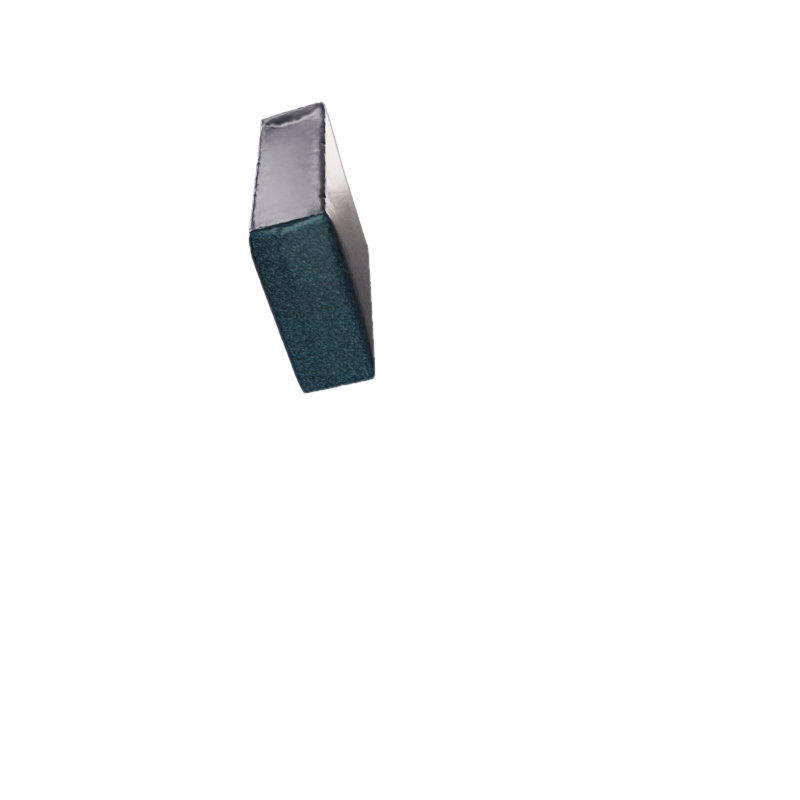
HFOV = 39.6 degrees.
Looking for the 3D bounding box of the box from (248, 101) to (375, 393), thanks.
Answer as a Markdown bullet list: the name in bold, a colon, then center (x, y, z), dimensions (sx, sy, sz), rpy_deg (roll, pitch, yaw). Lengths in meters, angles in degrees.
- **box**: center (-0.075, -0.138, 0.964), dimensions (0.072, 0.153, 0.228), rpy_deg (-13, 35, 6)
